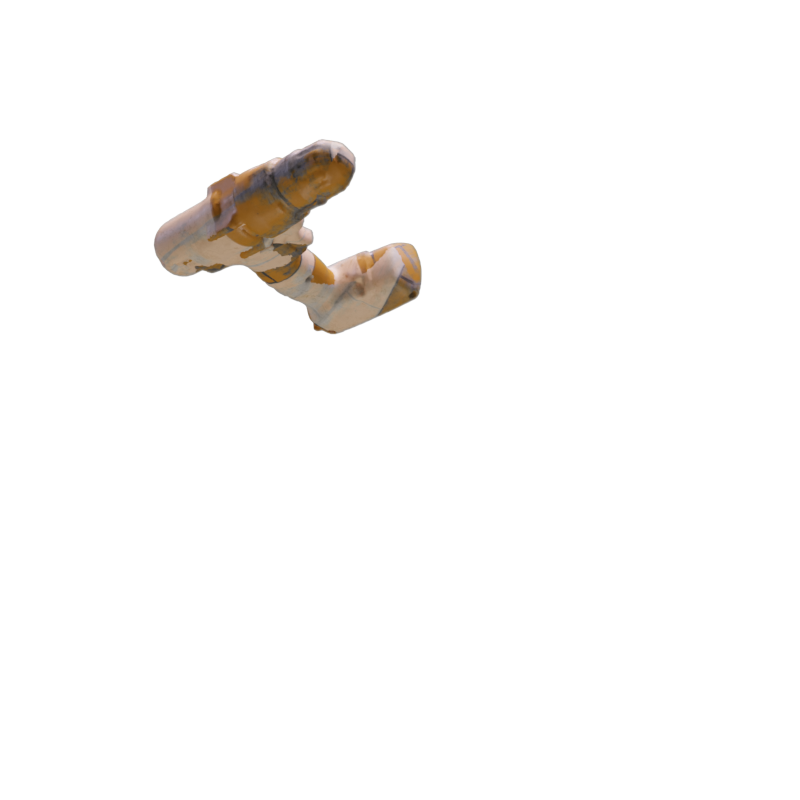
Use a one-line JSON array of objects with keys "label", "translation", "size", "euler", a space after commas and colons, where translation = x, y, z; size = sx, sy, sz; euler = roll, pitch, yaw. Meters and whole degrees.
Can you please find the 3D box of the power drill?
[{"label": "power drill", "translation": [-0.067, -0.122, 0.857], "size": [0.186, 0.061, 0.175], "euler": [-20, -32, 34]}]
